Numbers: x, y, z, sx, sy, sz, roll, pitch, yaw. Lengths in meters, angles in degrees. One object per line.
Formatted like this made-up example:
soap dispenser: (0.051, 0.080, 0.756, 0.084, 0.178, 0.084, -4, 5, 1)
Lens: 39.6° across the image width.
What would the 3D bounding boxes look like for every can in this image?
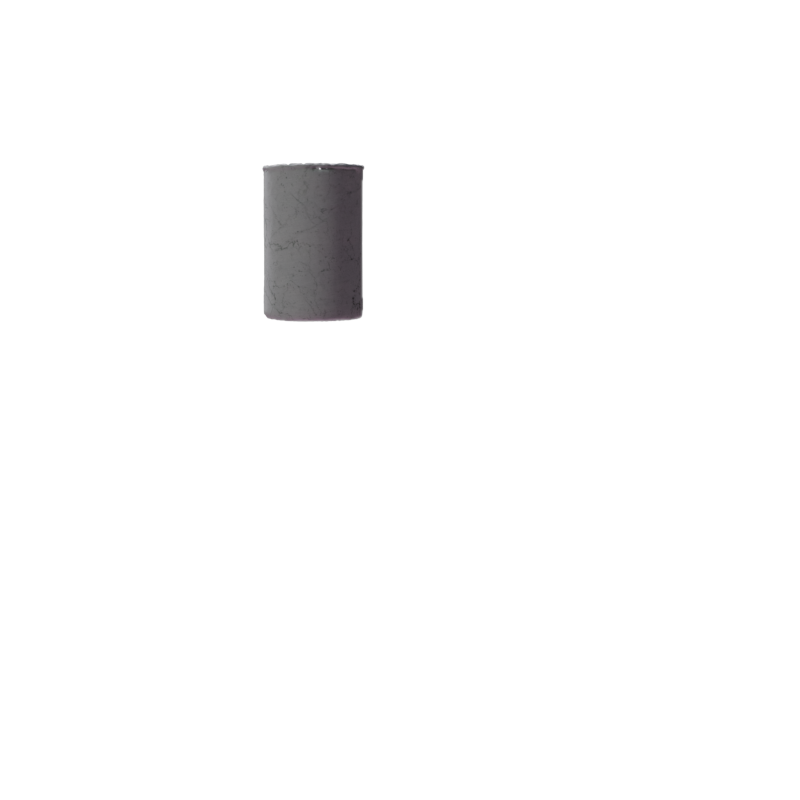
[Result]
can: (-0.058, -0.106, 0.742, 0.068, 0.102, 0.069, 0, 3, -2)
